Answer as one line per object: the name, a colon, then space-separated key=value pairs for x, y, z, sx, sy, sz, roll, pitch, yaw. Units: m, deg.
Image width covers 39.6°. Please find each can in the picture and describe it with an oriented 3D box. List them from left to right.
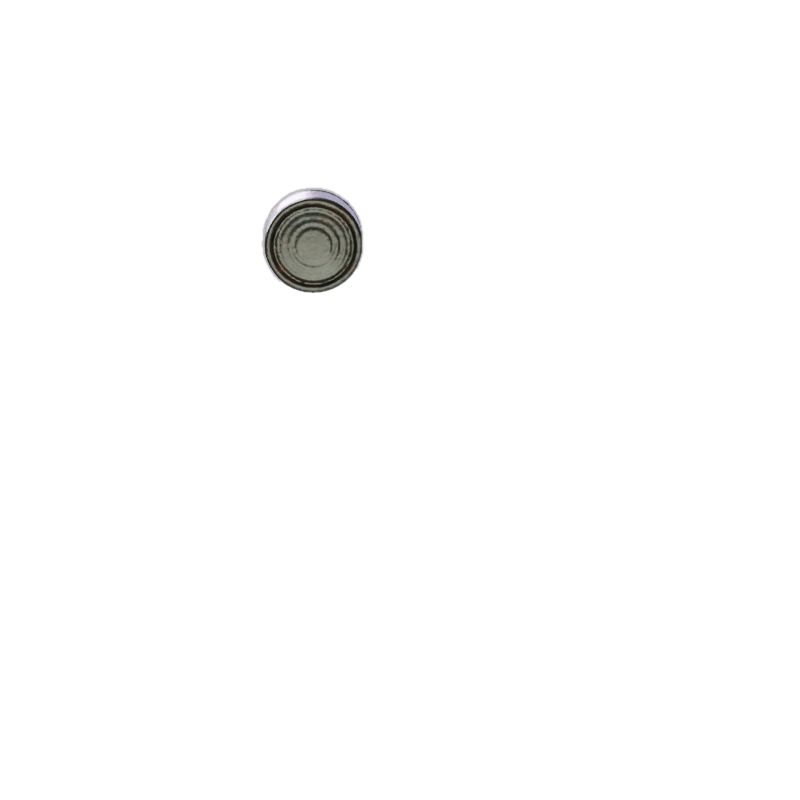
can: x=-0.075 y=-0.136 z=0.953 sx=0.086 sy=0.083 sz=0.035 roll=0 pitch=17 yaw=-1
